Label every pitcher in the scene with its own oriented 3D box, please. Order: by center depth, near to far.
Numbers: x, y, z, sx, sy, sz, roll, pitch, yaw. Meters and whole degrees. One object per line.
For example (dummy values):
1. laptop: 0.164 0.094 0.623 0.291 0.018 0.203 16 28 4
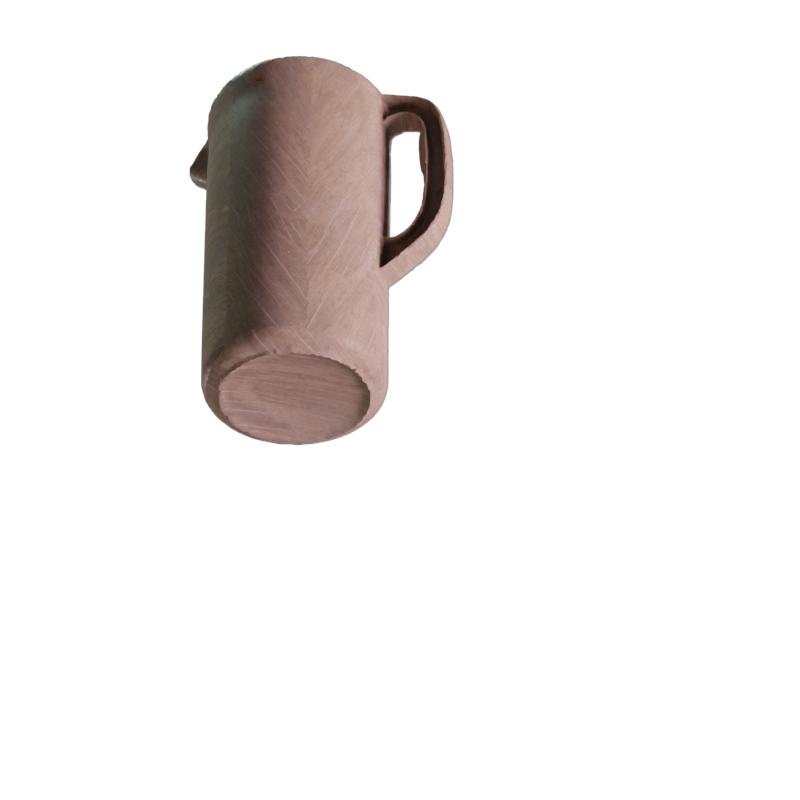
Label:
1. pitcher: -0.055 -0.101 0.708 0.139 0.261 0.144 17 -44 -22
